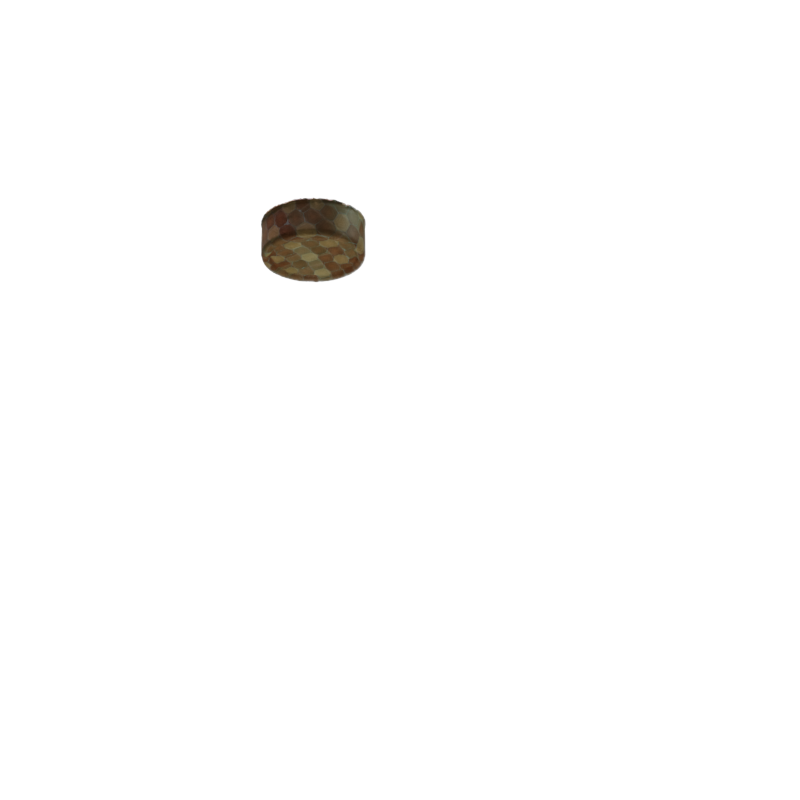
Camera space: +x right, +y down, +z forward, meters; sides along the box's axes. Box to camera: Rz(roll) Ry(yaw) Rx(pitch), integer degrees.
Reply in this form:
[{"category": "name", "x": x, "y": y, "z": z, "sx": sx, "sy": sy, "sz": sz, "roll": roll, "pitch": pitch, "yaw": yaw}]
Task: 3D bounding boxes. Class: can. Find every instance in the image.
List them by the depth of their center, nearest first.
[{"category": "can", "x": -0.071, "y": -0.129, "z": 0.902, "sx": 0.086, "sy": 0.035, "sz": 0.081, "roll": 1, "pitch": -23, "yaw": -2}]
